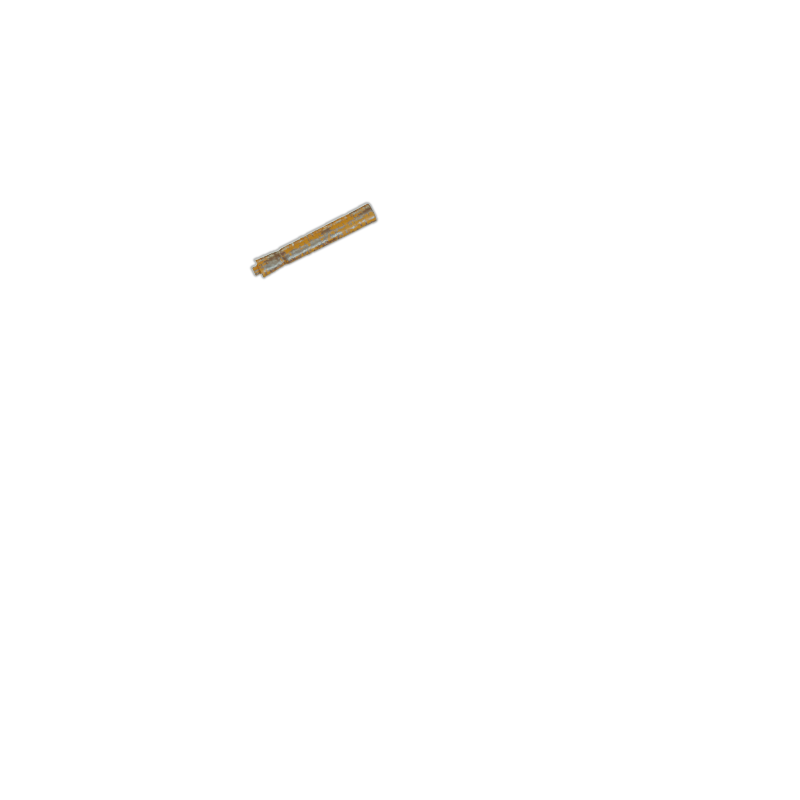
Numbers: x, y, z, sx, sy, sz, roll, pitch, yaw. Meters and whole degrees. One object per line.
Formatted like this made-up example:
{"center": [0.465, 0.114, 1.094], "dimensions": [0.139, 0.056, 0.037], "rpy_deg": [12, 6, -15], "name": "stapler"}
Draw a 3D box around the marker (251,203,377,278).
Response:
{"center": [-0.078, -0.142, 0.998], "dimensions": [0.121, 0.020, 0.020], "rpy_deg": [-27, 7, -4], "name": "marker"}
